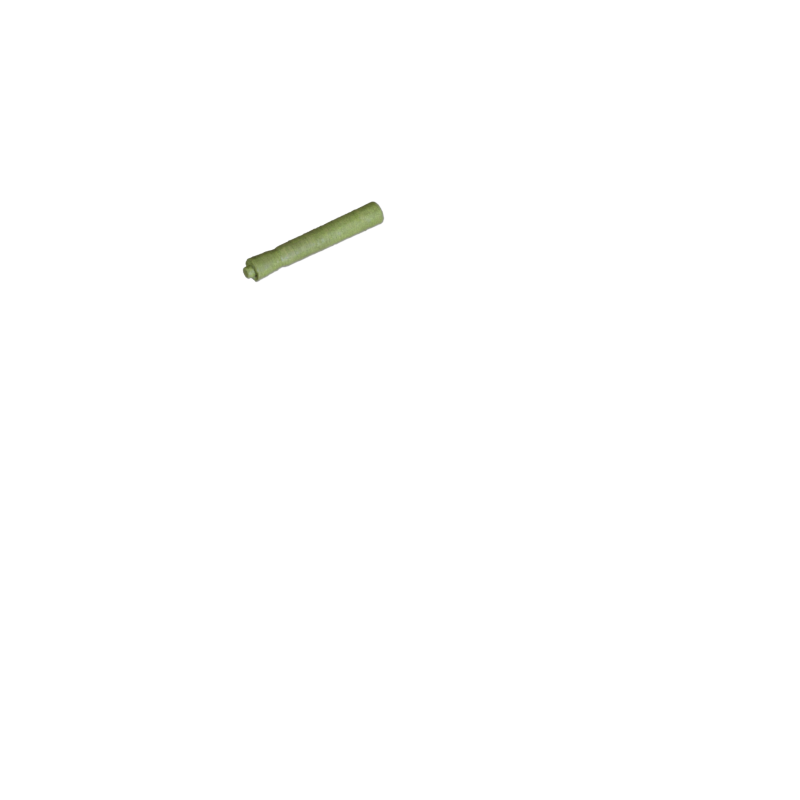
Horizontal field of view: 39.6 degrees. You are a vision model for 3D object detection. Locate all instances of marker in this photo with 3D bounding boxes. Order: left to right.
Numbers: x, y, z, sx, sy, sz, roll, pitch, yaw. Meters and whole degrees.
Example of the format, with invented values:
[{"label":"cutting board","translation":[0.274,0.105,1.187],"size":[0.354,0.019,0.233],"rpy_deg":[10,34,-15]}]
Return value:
[{"label":"marker","translation":[-0.066,-0.120,0.840],"size":[0.121,0.019,0.020],"rpy_deg":[-29,17,-24]}]
